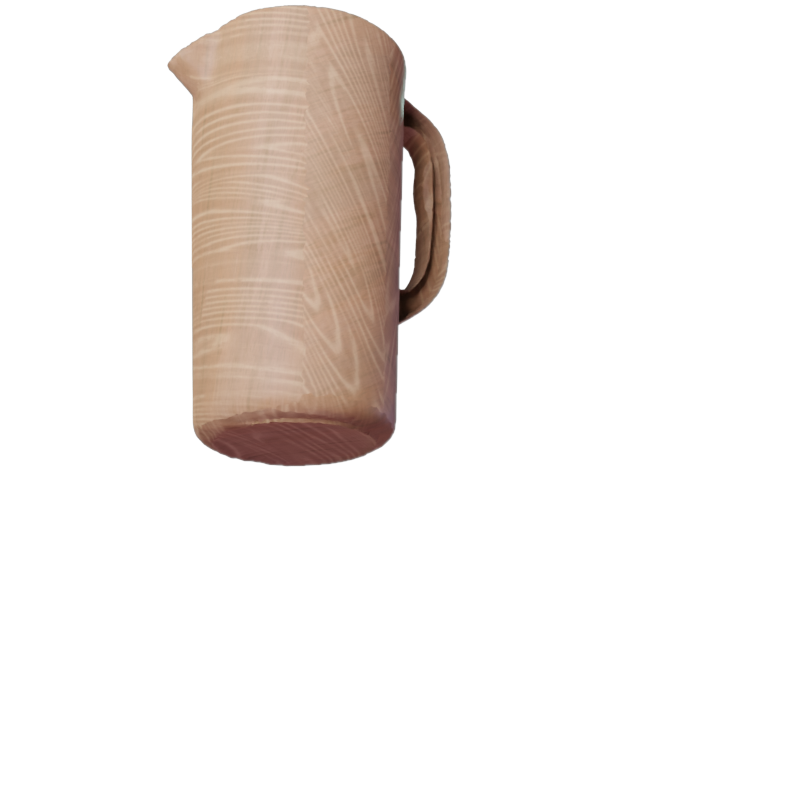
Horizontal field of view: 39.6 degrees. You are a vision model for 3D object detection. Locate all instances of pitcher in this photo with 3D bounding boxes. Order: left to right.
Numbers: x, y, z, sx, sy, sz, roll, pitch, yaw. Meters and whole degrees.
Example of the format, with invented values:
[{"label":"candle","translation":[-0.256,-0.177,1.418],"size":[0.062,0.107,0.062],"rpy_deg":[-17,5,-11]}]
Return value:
[{"label":"pitcher","translation":[-0.050,-0.091,0.639],"size":[0.151,0.256,0.136],"rpy_deg":[-6,-23,11]}]
